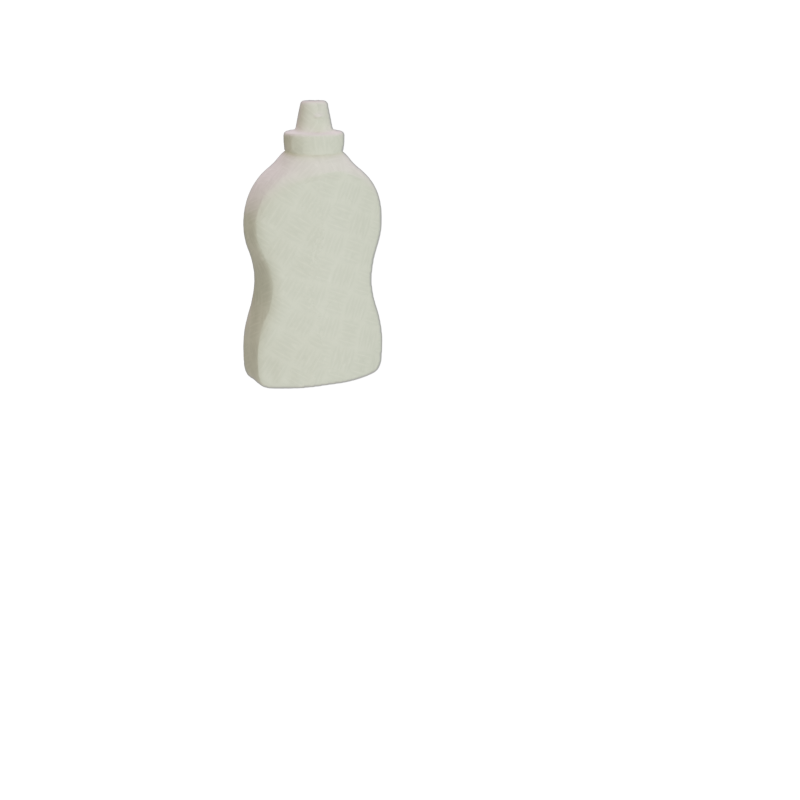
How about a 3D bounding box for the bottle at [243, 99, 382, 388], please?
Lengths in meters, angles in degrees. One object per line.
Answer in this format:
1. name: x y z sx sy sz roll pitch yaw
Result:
1. bottle: -0.059 -0.108 0.757 0.094 0.186 0.061 -5 13 -24
